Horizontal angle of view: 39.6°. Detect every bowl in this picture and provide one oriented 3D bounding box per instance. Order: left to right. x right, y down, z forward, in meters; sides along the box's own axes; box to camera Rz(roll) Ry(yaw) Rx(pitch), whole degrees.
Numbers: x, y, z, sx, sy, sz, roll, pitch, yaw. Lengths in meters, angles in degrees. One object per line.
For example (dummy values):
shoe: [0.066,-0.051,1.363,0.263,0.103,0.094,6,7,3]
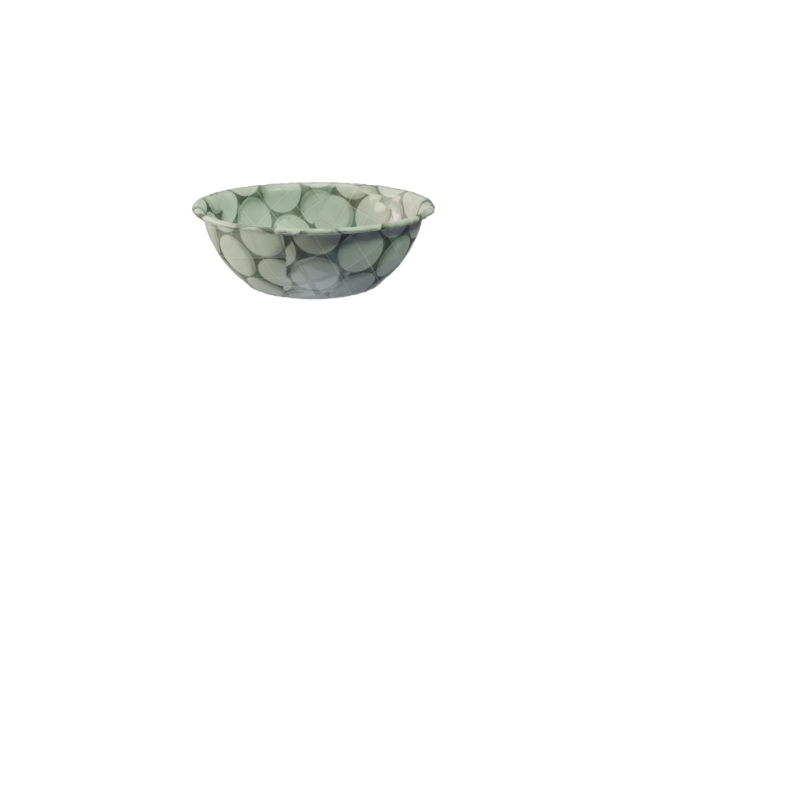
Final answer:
bowl: [-0.058,-0.106,0.746,0.162,0.053,0.169,-1,21,-2]
